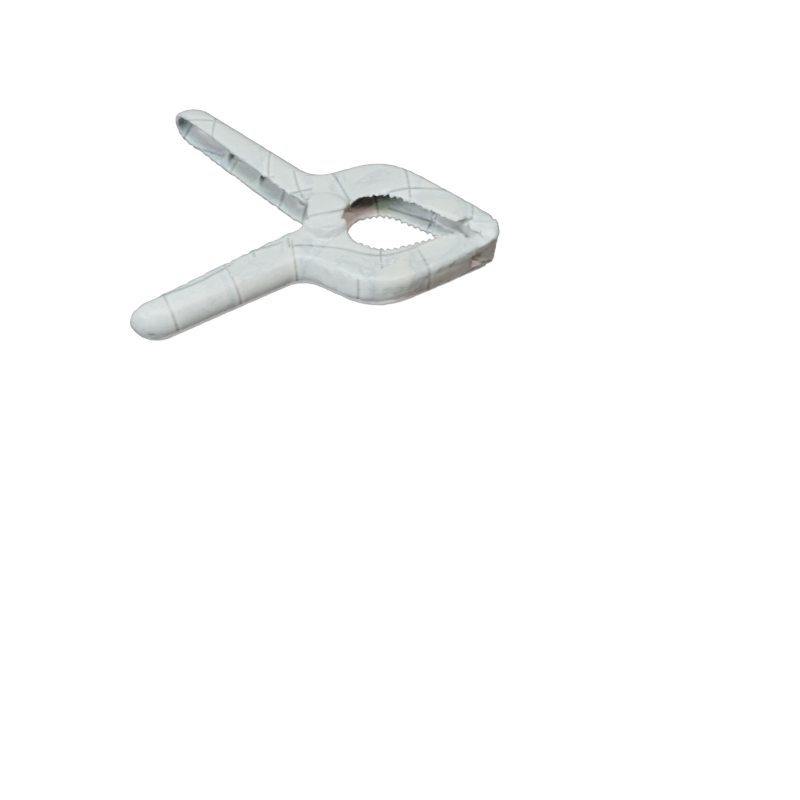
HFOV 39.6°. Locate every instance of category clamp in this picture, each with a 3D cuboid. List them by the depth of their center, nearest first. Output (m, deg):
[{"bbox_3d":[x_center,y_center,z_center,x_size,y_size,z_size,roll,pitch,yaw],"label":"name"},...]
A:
[{"bbox_3d":[-0.051,-0.092,0.647,0.212,0.174,0.034,9,-32,6],"label":"clamp"}]
